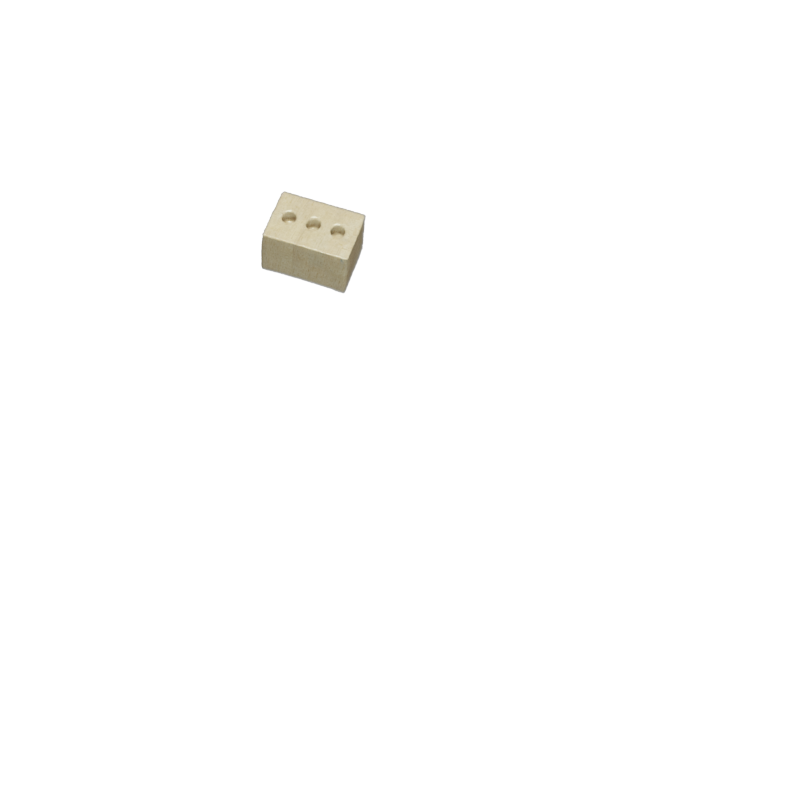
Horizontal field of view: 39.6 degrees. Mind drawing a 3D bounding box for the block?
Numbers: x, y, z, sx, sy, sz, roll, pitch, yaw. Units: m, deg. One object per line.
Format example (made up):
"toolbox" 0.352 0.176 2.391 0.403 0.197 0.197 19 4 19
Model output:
"block" -0.074 -0.136 0.951 0.080 0.055 0.048 17 -32 9
